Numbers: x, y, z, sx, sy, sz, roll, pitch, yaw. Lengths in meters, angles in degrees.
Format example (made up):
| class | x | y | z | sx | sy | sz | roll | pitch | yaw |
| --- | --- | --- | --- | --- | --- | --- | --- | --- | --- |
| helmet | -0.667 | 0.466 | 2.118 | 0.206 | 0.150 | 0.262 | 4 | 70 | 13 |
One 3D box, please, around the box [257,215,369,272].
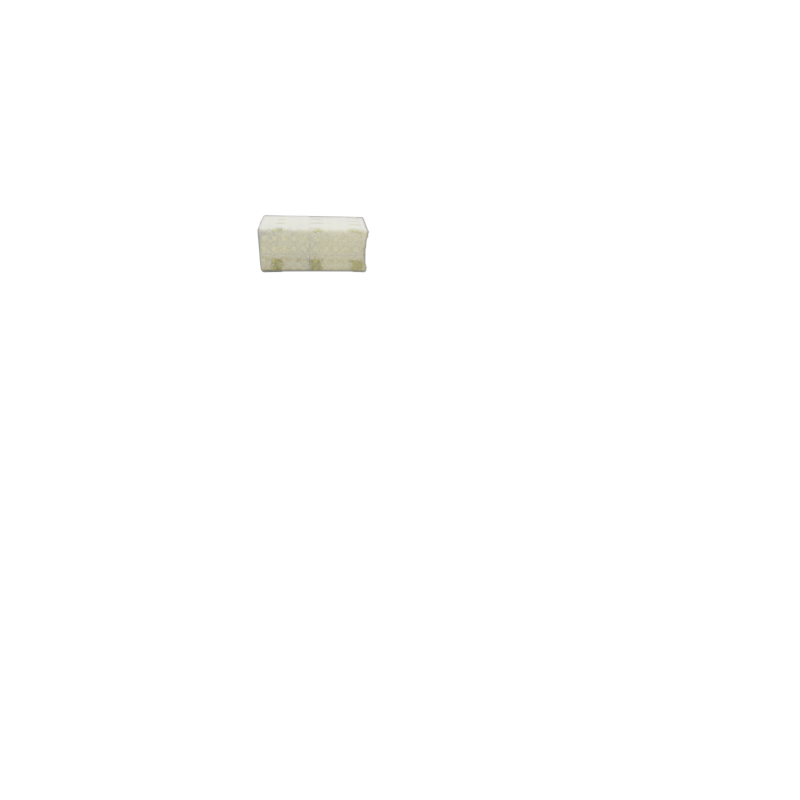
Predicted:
| class | x | y | z | sx | sy | sz | roll | pitch | yaw |
| --- | --- | --- | --- | --- | --- | --- | --- | --- | --- |
| box | -0.073 | -0.134 | 0.936 | 0.090 | 0.038 | 0.117 | -1 | 16 | -3 |
